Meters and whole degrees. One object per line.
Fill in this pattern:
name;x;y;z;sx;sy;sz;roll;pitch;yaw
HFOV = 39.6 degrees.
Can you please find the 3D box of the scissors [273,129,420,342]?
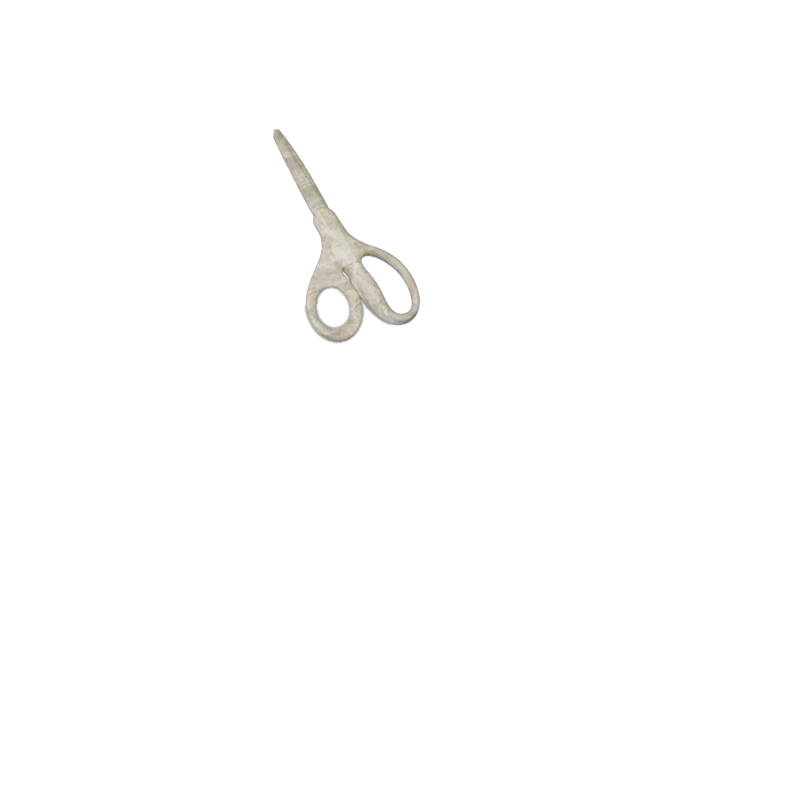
scissors;-0.069;-0.127;0.886;0.097;0.212;0.015;-38;-20;-16
